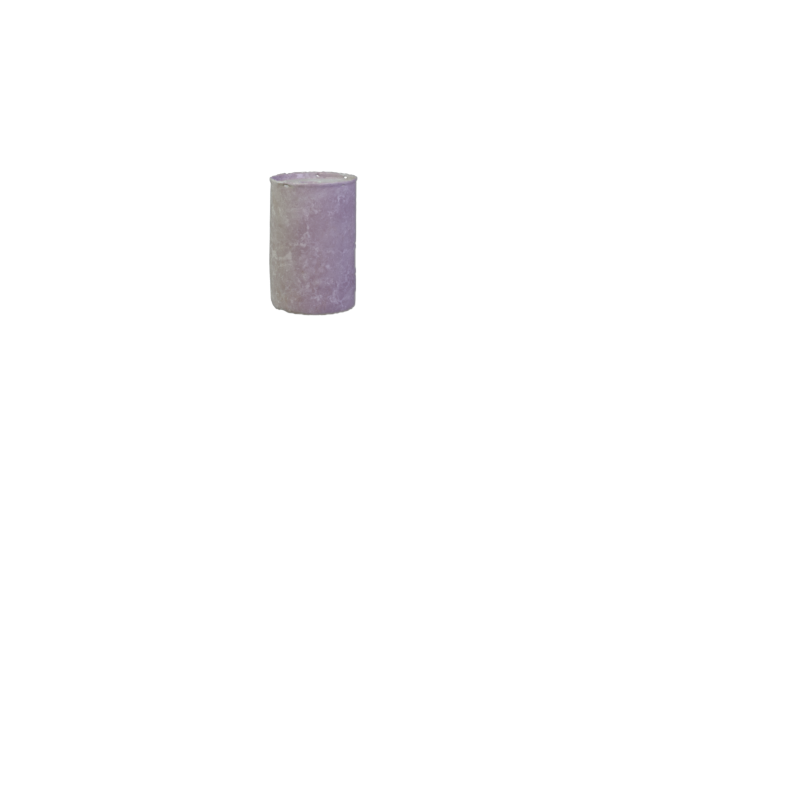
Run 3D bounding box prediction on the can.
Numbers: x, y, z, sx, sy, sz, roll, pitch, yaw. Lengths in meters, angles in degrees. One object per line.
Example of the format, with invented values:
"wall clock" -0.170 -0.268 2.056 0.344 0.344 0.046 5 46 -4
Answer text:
"can" -0.067 -0.123 0.861 0.068 0.099 0.071 0 13 -2
